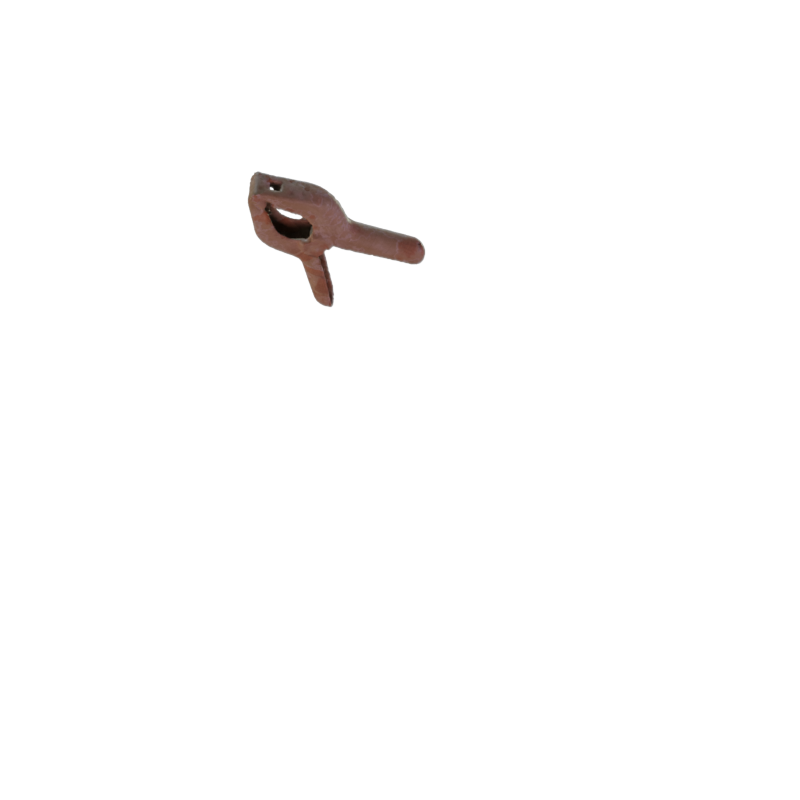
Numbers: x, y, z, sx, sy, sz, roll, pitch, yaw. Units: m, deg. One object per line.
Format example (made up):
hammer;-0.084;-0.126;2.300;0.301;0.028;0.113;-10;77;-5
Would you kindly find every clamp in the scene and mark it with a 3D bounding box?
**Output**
clamp;-0.076;-0.139;0.976;0.162;0.042;0.118;30;-50;-29
